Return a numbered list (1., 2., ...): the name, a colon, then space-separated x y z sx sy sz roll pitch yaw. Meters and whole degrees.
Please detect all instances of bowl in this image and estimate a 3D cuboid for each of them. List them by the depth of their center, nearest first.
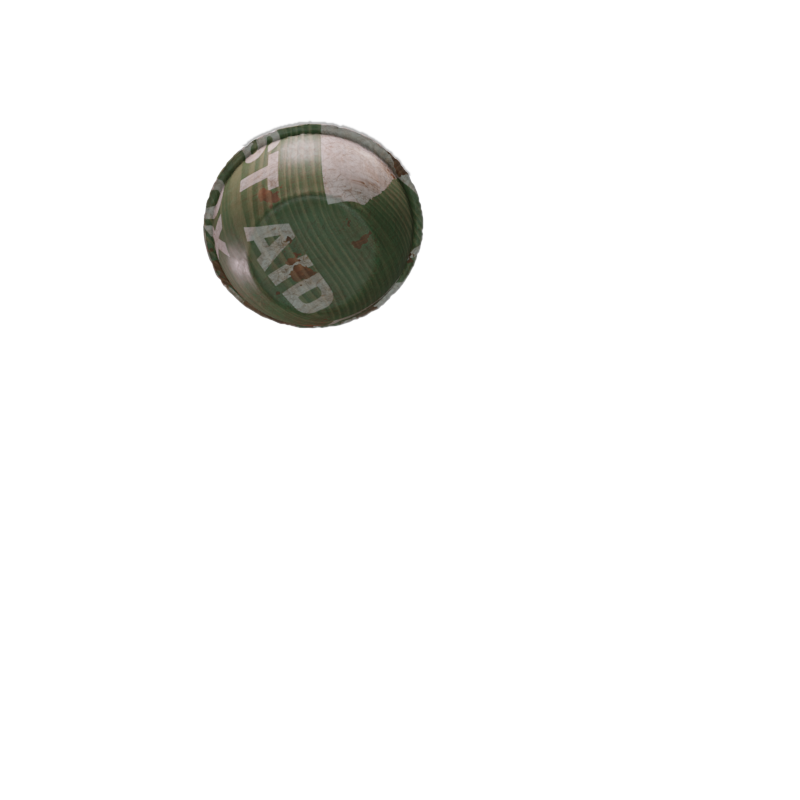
1. bowl: -0.062 -0.113 0.793 0.162 0.154 0.058 1 23 -1
